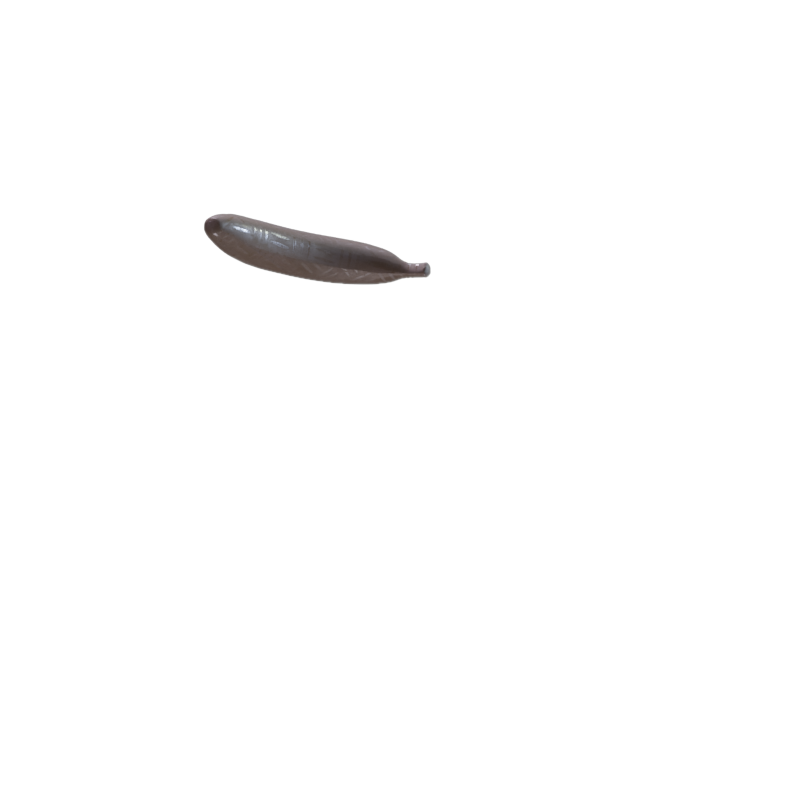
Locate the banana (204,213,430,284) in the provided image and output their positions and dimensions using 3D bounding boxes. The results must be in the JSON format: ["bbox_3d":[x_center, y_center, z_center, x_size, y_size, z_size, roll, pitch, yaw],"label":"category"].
[{"bbox_3d":[-0.075,-0.121,0.894,0.190,0.038,0.070,6,-15,-27],"label":"banana"}]
